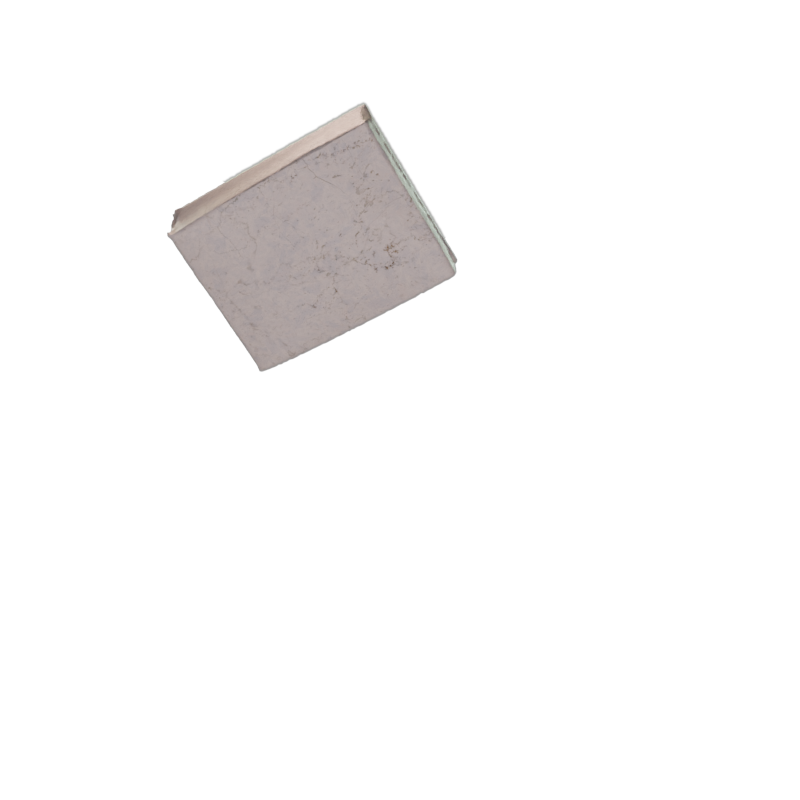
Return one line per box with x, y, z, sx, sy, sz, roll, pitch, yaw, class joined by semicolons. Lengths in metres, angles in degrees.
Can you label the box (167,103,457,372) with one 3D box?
-0.042;-0.077;0.541;0.113;0.086;0.041;-28;20;10;box
